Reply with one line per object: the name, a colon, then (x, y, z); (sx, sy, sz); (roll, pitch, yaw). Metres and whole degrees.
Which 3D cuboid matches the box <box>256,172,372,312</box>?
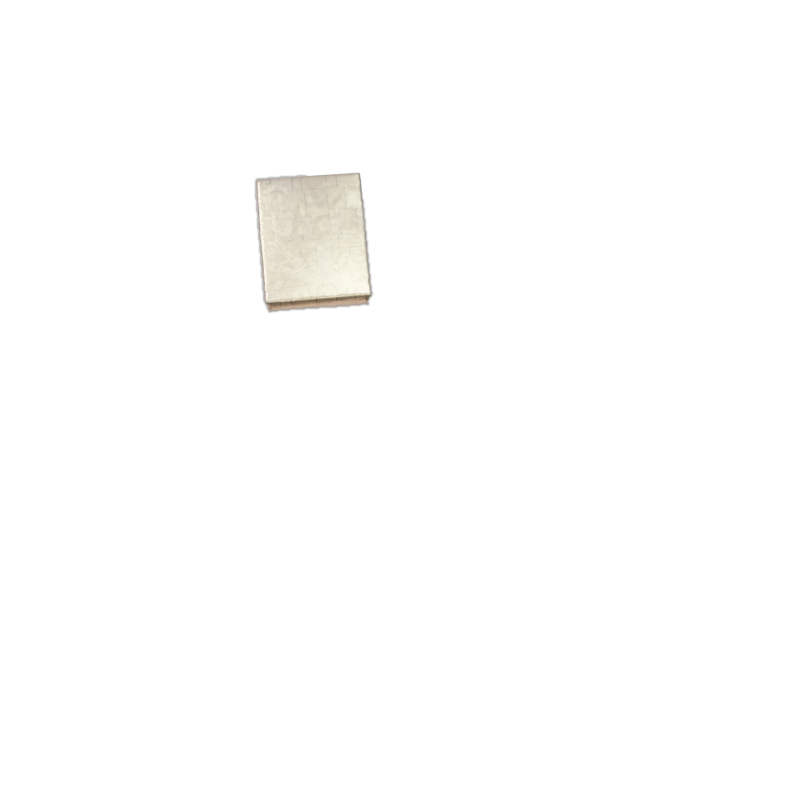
box: (-0.074, -0.135, 0.943); (0.090, 0.118, 0.037); (-5, -15, -2)
